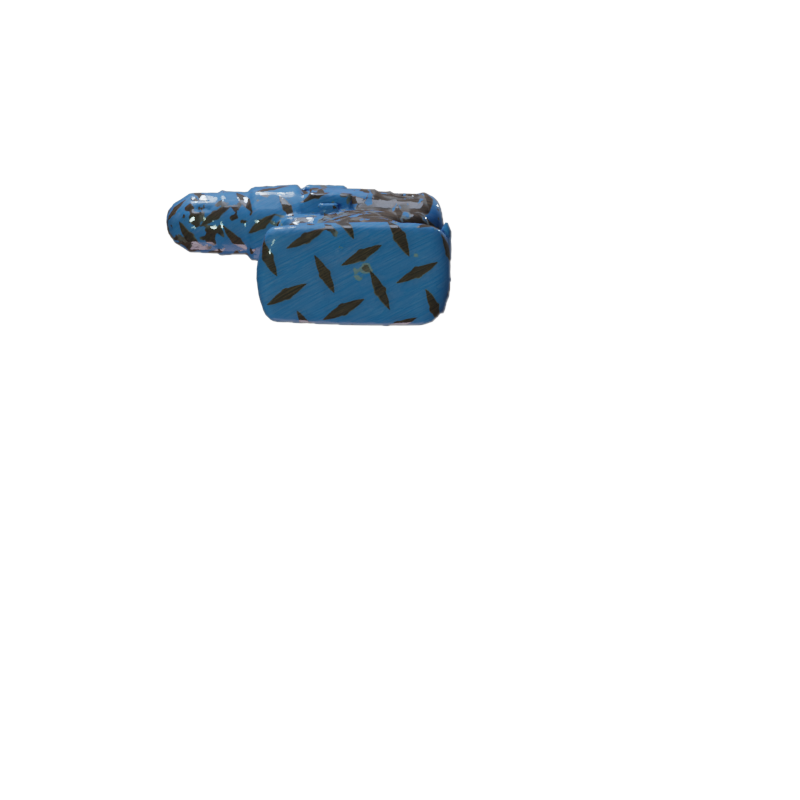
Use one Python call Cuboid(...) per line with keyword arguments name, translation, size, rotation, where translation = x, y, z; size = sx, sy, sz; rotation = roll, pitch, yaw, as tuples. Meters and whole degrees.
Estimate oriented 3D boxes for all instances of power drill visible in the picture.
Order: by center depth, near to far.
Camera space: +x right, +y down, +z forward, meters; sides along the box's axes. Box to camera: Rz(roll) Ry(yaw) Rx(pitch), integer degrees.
Cuboid(name="power drill", translation=(-0.053, -0.096, 0.675), size=(0.183, 0.055, 0.196), rotation=(-2, 19, -6))
